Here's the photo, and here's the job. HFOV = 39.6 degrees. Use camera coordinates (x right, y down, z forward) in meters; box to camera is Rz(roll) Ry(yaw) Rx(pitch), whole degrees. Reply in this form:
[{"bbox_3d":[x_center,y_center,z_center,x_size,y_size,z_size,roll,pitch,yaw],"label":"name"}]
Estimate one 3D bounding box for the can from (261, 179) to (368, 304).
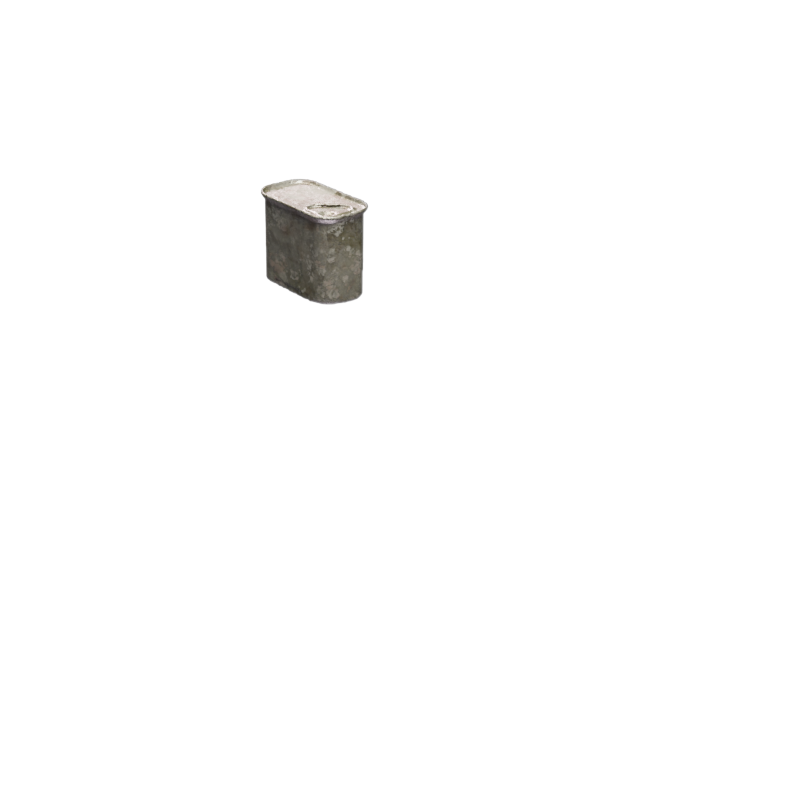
[{"bbox_3d":[-0.076,-0.139,0.972,0.057,0.080,0.109,-18,32,-36],"label":"can"}]
